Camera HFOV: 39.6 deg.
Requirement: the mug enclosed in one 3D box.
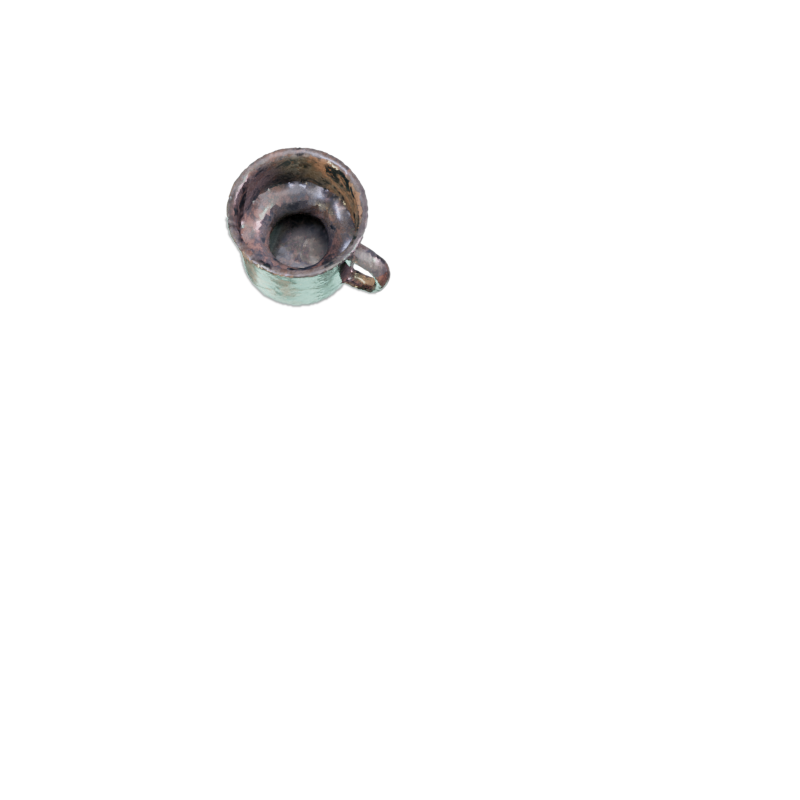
[{"bbox_3d":[-0.059,-0.108,0.758,0.120,0.096,0.078,27,-17,8],"label":"mug"}]
